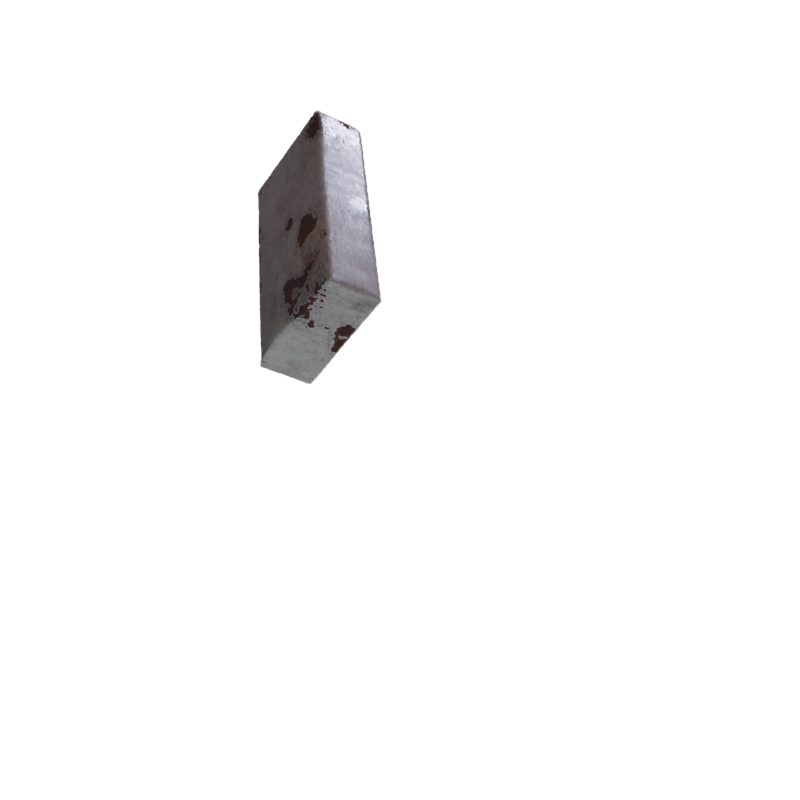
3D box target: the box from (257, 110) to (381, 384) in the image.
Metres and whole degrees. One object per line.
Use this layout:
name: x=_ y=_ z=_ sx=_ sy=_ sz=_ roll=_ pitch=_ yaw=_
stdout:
box: x=-0.059 y=-0.109 z=0.762 sx=0.046 sy=0.189 sz=0.091 roll=23 pitch=-50 yaw=-25
